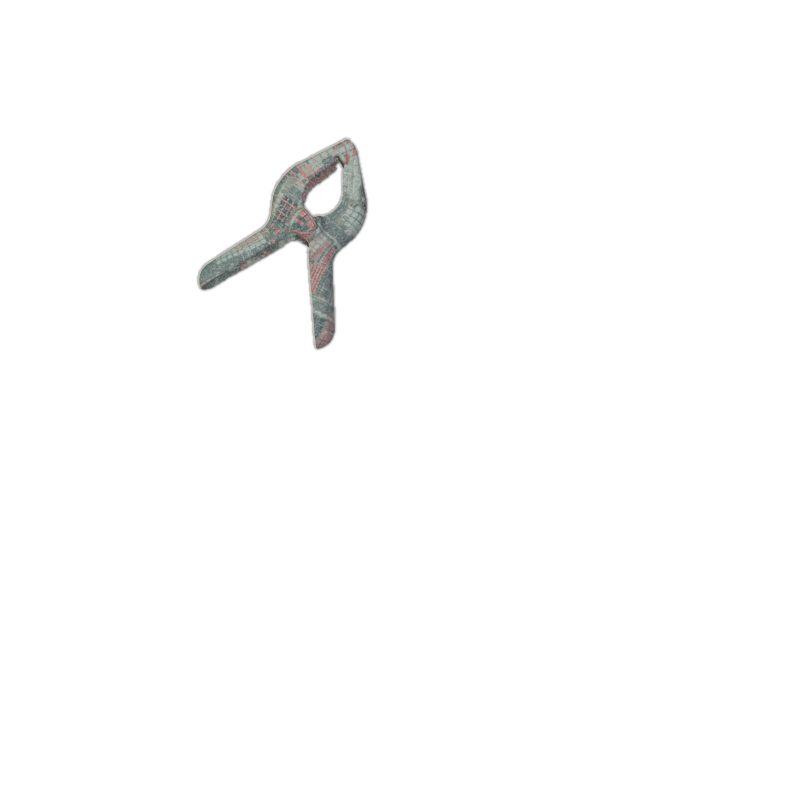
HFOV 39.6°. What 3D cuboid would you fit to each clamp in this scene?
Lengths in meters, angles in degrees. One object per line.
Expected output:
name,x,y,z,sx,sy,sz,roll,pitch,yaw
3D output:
clamp,-0.071,-0.130,0.908,0.122,0.173,0.038,35,-7,4
